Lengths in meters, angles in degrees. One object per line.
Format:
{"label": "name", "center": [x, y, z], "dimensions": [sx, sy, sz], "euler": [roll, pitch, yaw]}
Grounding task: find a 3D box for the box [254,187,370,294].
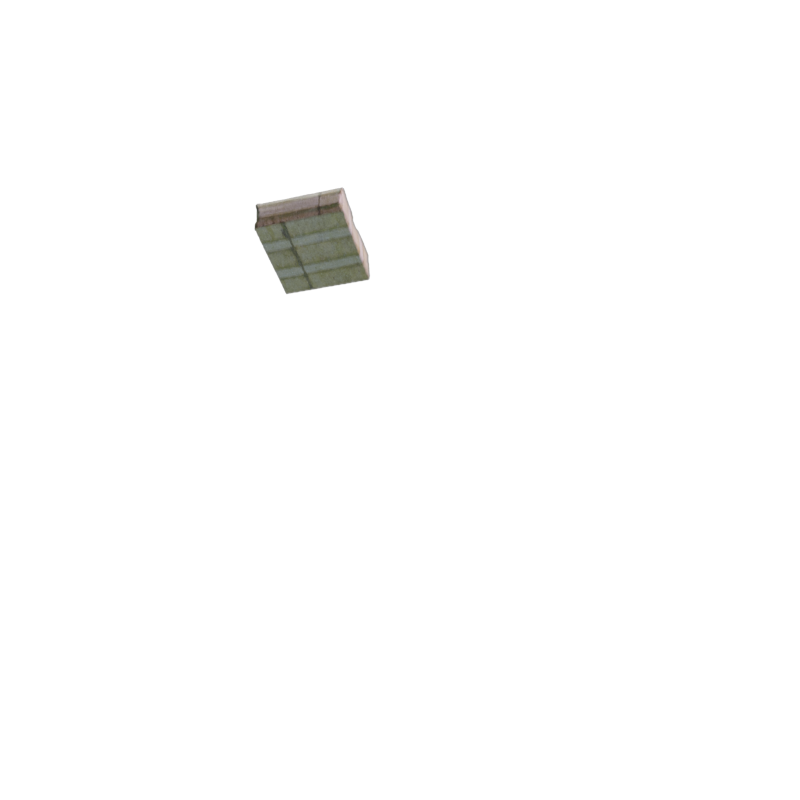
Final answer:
{"label": "box", "center": [-0.070, -0.128, 0.897], "dimensions": [0.074, 0.032, 0.082], "euler": [-9, -38, 11]}
